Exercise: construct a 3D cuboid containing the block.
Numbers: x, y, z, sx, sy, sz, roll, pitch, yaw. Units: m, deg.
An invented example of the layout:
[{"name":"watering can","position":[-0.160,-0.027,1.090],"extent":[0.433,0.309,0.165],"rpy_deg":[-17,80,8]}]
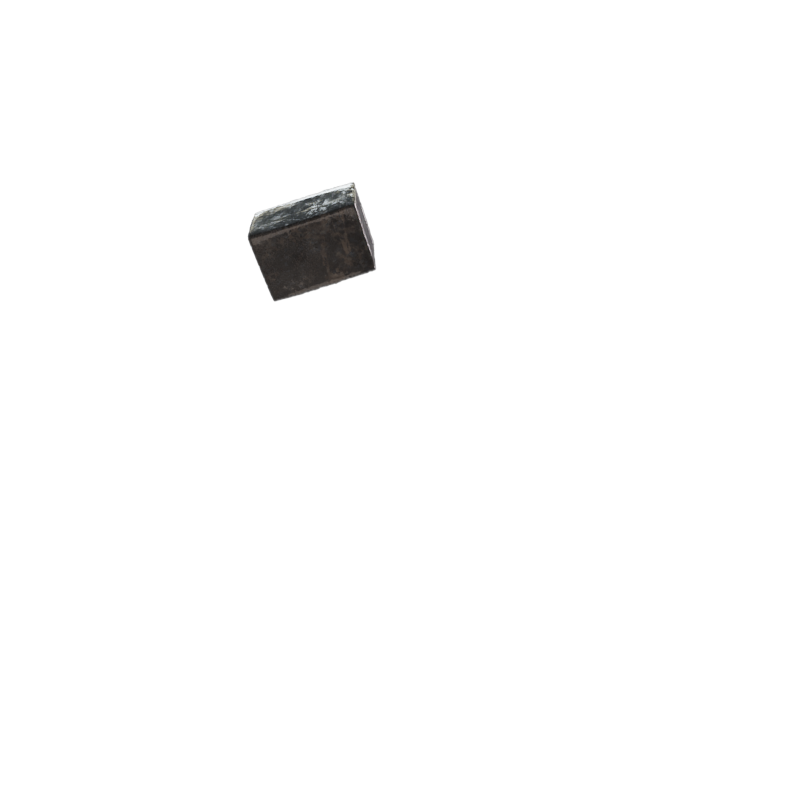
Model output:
[{"name":"block","position":[-0.061,-0.111,0.779],"extent":[0.078,0.050,0.054],"rpy_deg":[-16,24,6]}]
